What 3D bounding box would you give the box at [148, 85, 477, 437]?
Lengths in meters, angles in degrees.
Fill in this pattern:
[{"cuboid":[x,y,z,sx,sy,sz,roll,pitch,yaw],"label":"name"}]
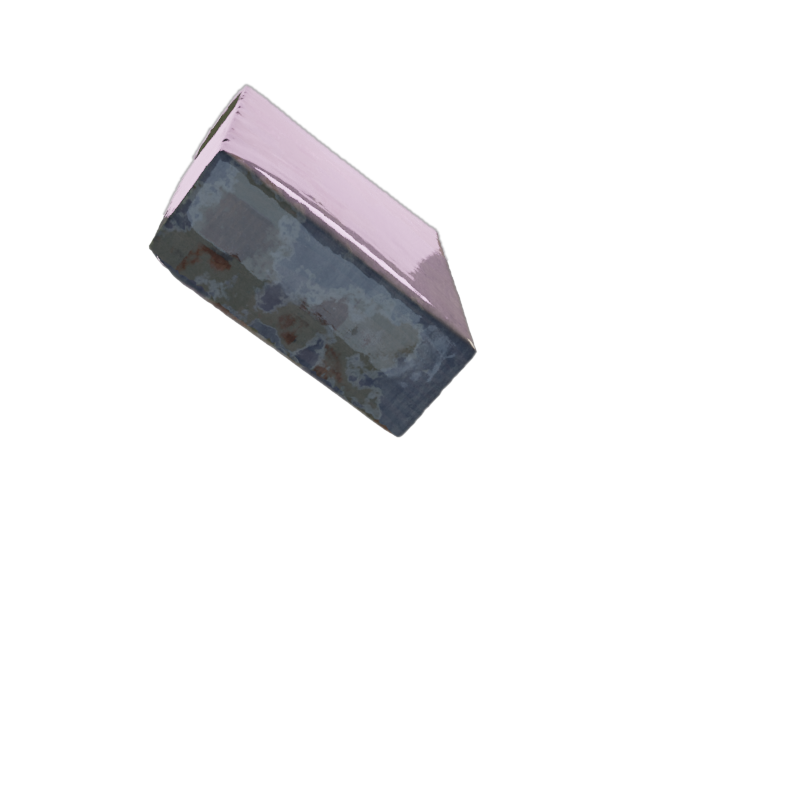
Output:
[{"cuboid":[-0.050,-0.091,0.640,0.159,0.071,0.224,36,16,-15],"label":"box"}]
